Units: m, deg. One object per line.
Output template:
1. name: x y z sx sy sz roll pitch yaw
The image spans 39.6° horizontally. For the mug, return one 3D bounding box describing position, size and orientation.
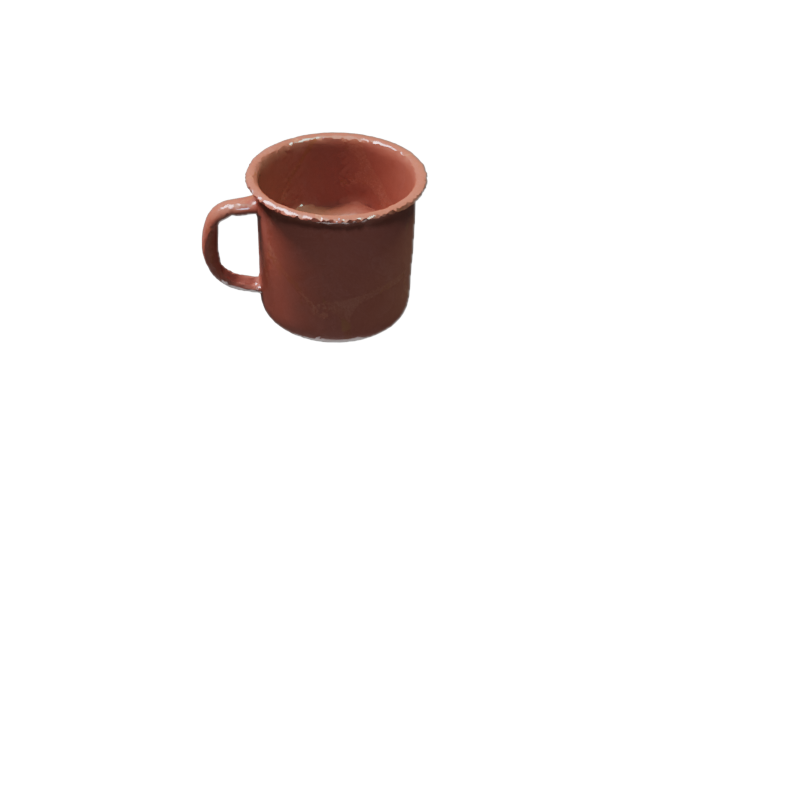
1. mug: -0.046 -0.083 0.585 0.116 0.076 0.101 -7 37 -10
